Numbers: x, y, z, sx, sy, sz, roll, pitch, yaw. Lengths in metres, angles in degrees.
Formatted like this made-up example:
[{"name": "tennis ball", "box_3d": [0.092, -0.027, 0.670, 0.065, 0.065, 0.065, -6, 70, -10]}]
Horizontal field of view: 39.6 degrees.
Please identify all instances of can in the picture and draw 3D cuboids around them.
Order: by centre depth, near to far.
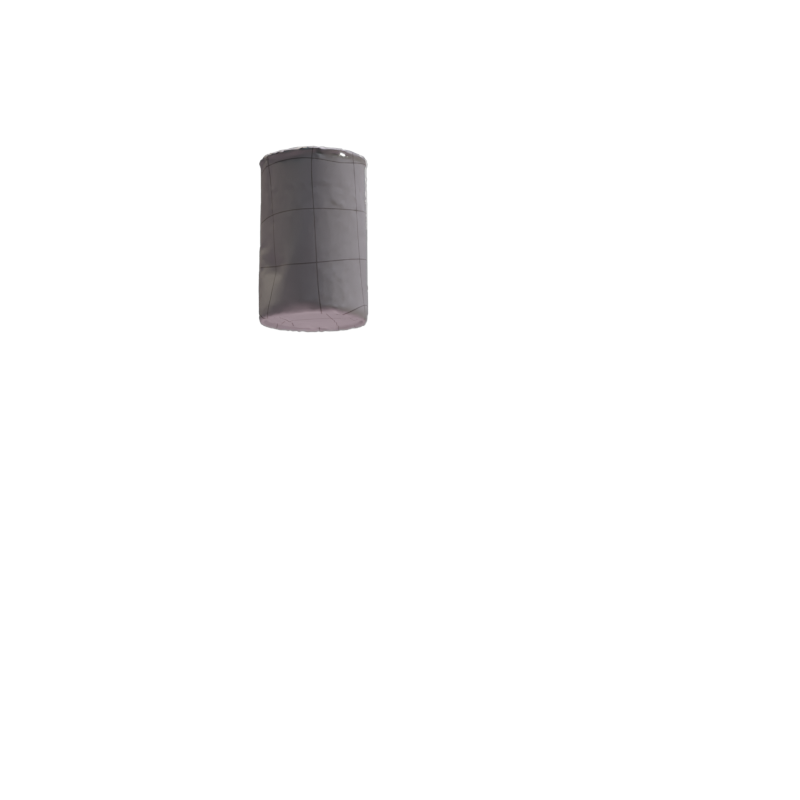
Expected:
[{"name": "can", "box_3d": [-0.053, -0.097, 0.682, 0.068, 0.105, 0.067, 0, -12, -2]}]
